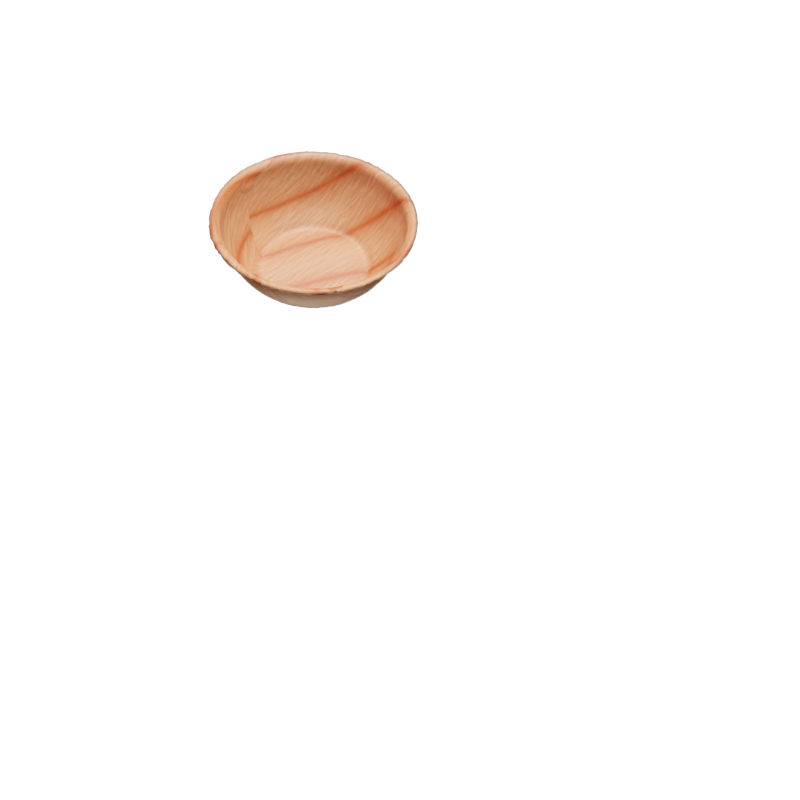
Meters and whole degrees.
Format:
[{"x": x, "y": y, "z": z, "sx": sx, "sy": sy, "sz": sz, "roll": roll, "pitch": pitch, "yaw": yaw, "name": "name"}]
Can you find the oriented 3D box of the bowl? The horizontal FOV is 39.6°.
[{"x": -0.068, "y": -0.124, "z": 0.872, "sx": 0.162, "sy": 0.174, "sz": 0.051, "roll": -1, "pitch": -42, "yaw": -1, "name": "bowl"}]
